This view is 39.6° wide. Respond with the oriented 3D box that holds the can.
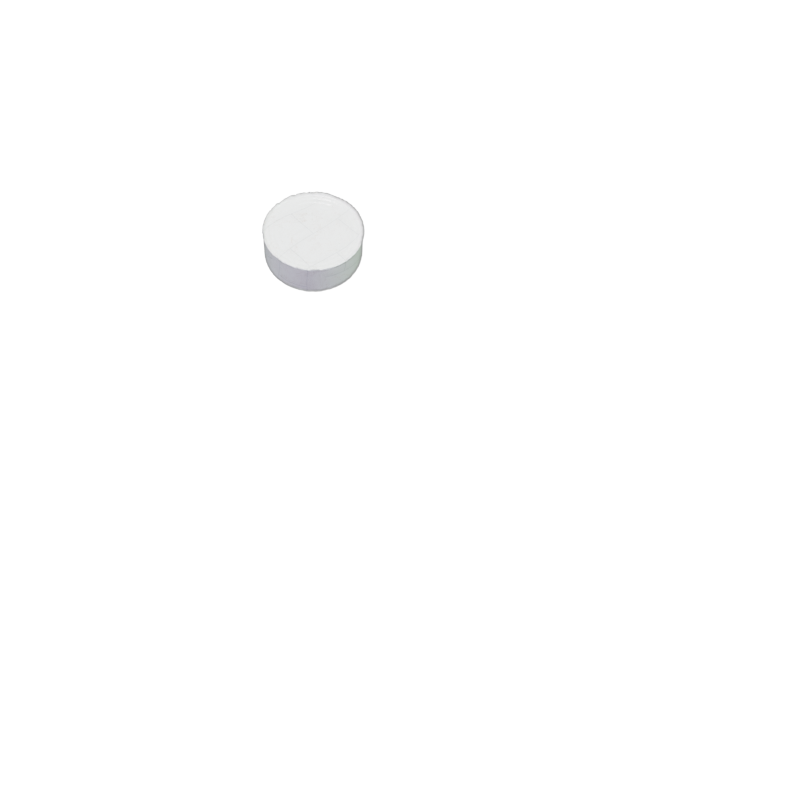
[{"bbox_3d":[-0.074,-0.135,0.945,0.086,0.092,0.031,-1,-36,-1],"label":"can"}]
